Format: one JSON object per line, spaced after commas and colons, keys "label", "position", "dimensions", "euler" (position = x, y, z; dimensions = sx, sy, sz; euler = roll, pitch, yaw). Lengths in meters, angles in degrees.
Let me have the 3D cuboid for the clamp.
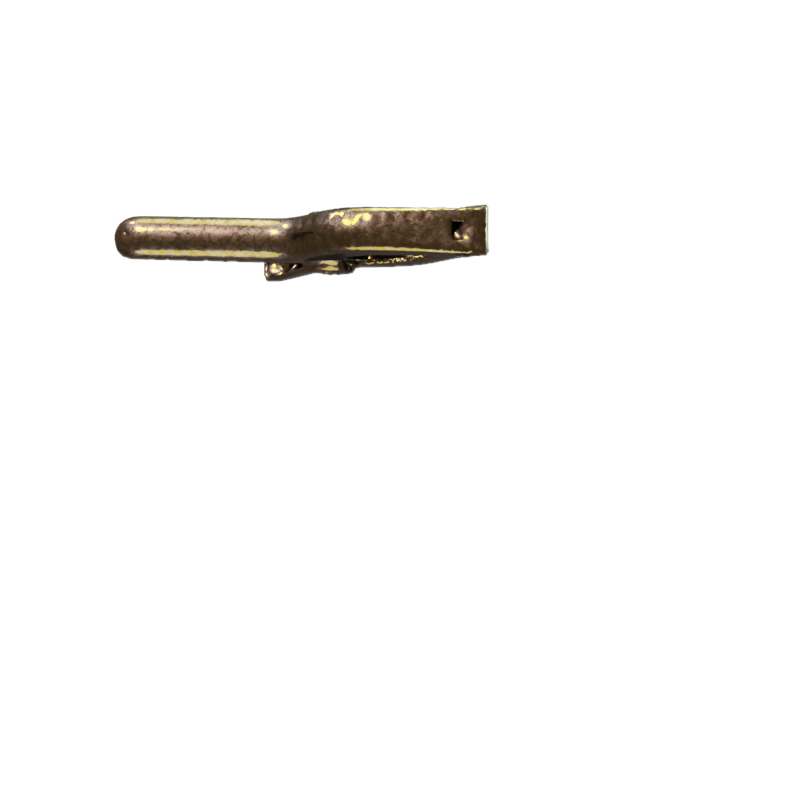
{"label": "clamp", "position": [-0.051, -0.093, 0.654], "dimensions": [0.217, 0.037, 0.157], "euler": [1, 1, 37]}
